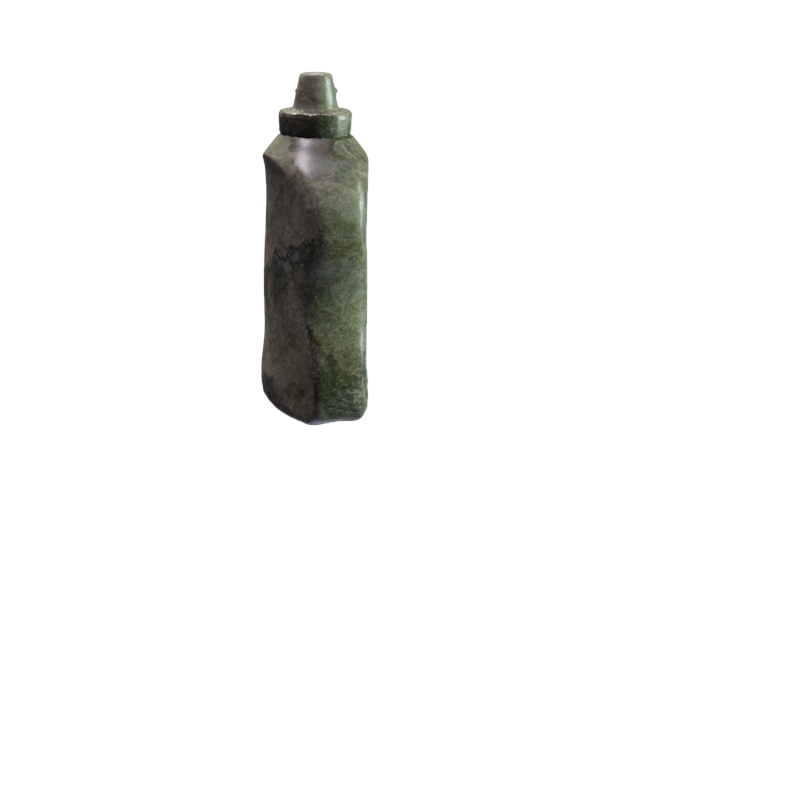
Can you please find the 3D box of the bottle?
[{"bbox_3d":[-0.049,-0.091,0.635,0.057,0.185,0.101,-4,16,-18],"label":"bottle"}]
